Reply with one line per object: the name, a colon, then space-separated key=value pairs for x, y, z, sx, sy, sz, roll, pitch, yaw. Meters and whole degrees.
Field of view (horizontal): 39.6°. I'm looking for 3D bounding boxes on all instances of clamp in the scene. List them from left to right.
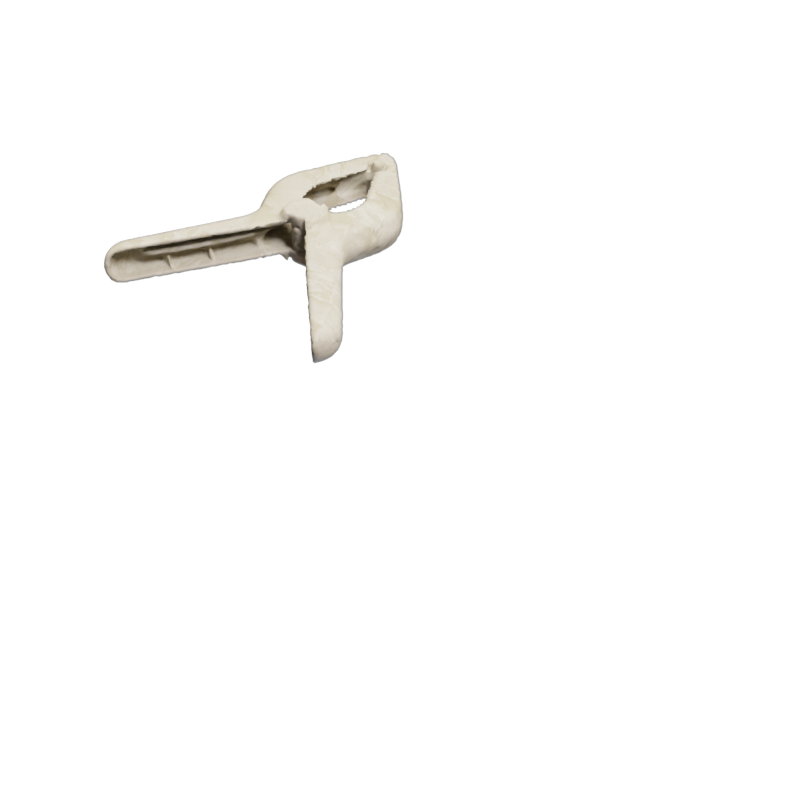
clamp: x=-0.054 y=-0.099 z=0.690 sx=0.175 sy=0.034 sz=0.211 roll=26 pitch=44 yaw=31
